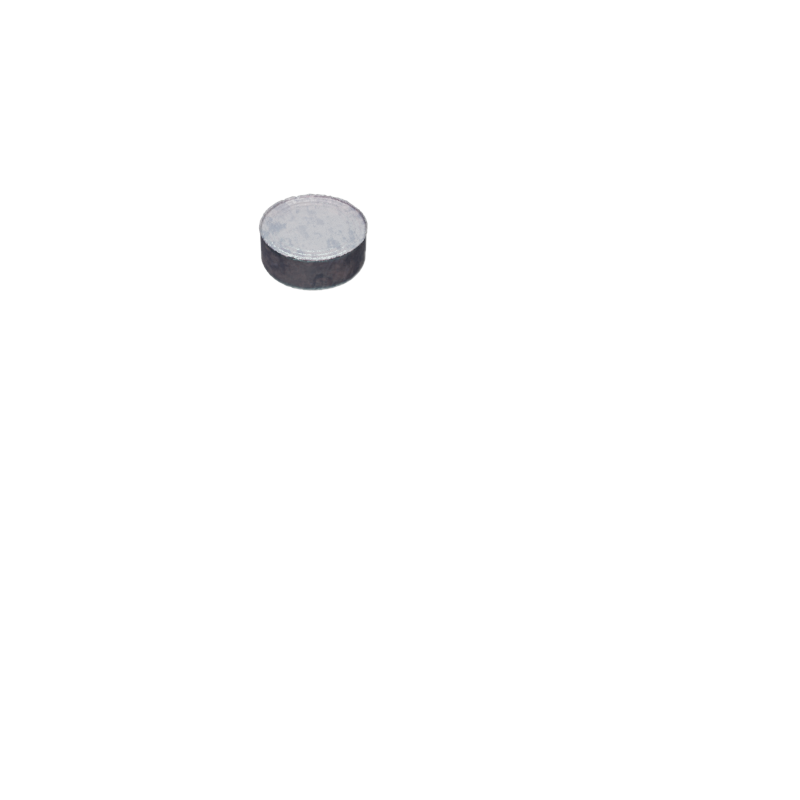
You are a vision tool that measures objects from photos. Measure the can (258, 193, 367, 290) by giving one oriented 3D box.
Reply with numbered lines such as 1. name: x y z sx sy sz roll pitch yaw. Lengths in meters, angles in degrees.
1. can: -0.069 -0.126 0.883 0.086 0.031 0.092 -1 43 -2
